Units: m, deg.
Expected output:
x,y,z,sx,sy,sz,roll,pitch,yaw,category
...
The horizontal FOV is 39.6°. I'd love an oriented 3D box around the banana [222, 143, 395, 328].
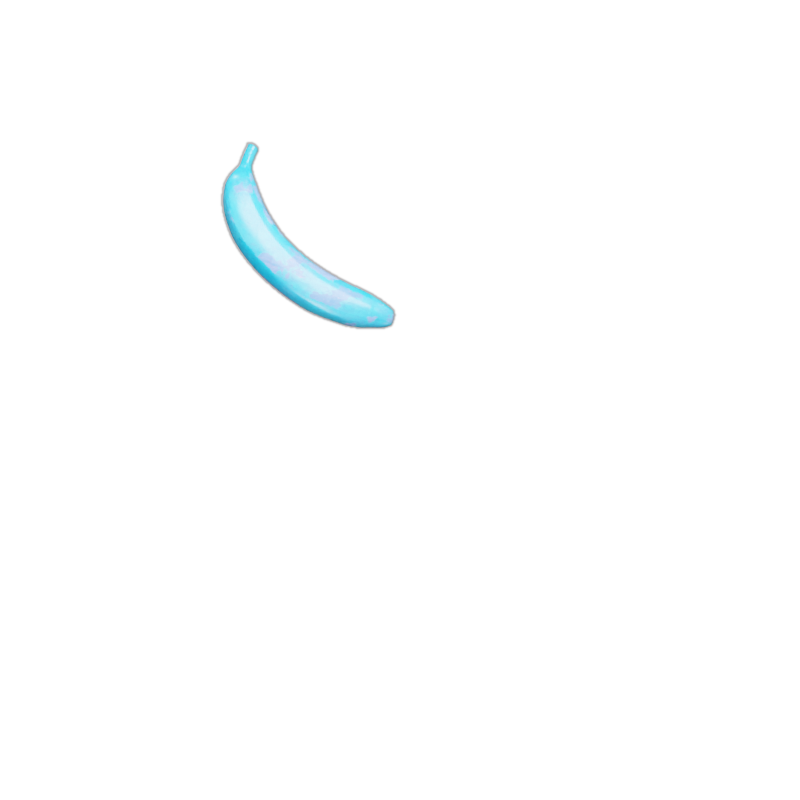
x,y,z,sx,sy,sz,roll,pitch,yaw,category
-0.089,-0.124,0.927,0.070,0.201,0.036,-39,-6,-5,banana
